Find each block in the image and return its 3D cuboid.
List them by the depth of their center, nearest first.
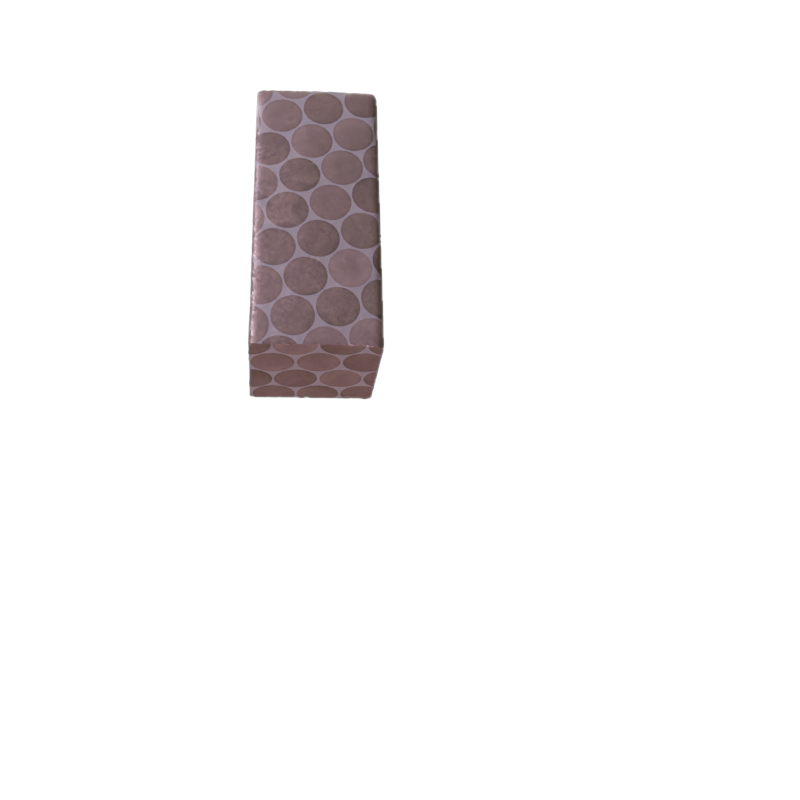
[{"bbox_3d":[-0.062,-0.115,0.803,0.090,0.219,0.086,1,-28,-5],"label":"block"}]
